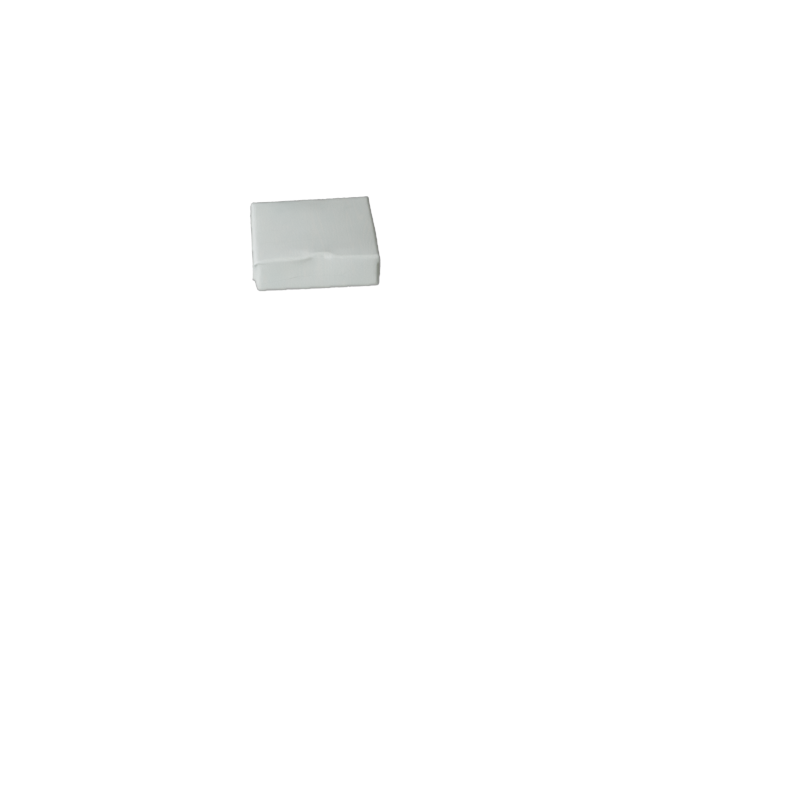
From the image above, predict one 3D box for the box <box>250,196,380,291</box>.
[{"bbox_3d":[-0.062,-0.113,0.794,0.089,0.028,0.079,-4,42,-4],"label":"box"}]
